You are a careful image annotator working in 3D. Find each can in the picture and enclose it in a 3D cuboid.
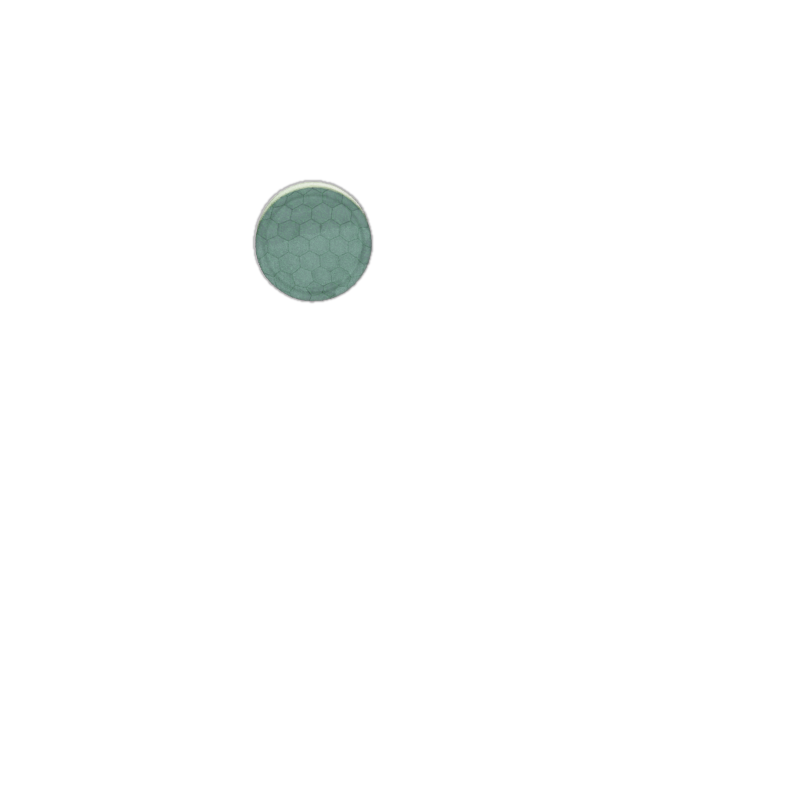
[{"bbox_3d":[-0.063,-0.115,0.803,0.086,0.084,0.034,0,8,-1],"label":"can"}]
